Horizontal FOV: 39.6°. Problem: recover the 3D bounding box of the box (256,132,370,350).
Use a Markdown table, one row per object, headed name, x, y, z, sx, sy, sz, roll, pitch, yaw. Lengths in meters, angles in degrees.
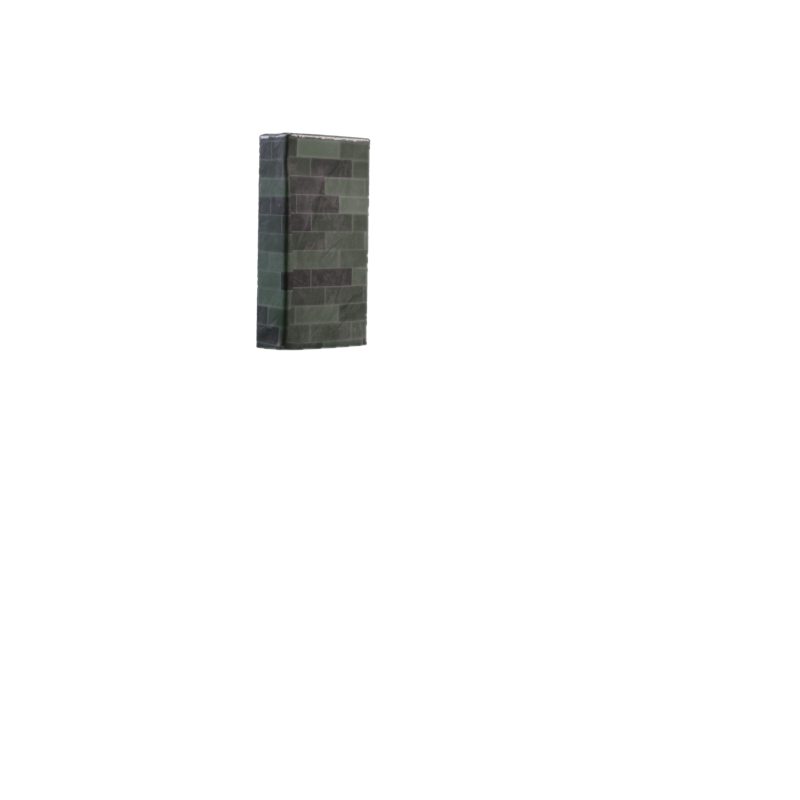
| name | x | y | z | sx | sy | sz | roll | pitch | yaw |
| --- | --- | --- | --- | --- | --- | --- | --- | --- | --- |
| box | -0.072 | -0.132 | 0.921 | 0.090 | 0.176 | 0.050 | -1 | 1 | -42 |
